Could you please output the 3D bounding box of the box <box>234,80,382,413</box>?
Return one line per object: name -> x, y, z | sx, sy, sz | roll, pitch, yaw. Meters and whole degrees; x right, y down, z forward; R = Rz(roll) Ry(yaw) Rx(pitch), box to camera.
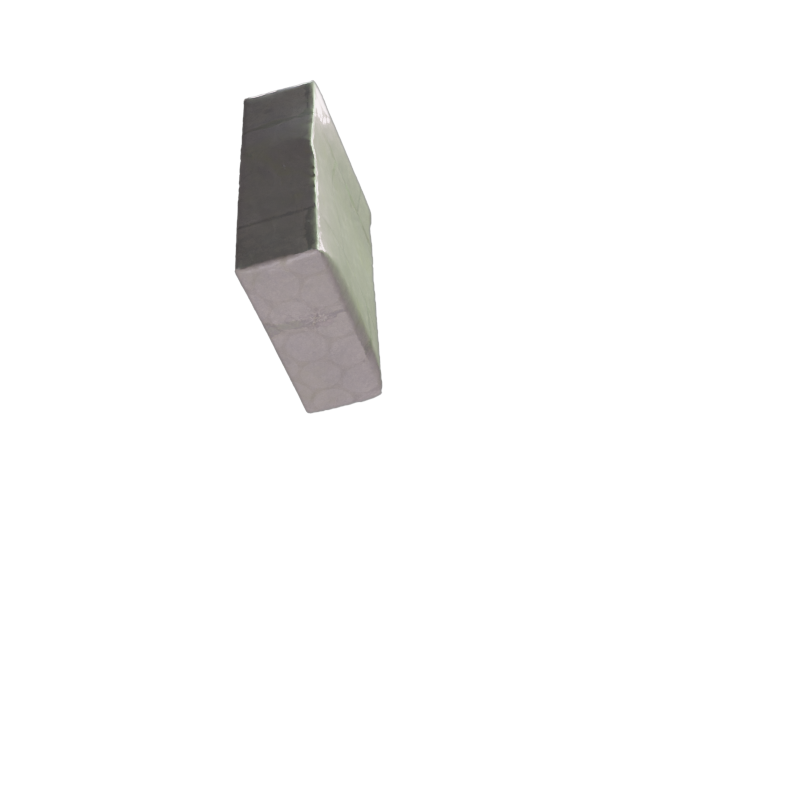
box -> -0.069, -0.126, 0.880 | 0.072, 0.230, 0.151 | -14, -45, 10
